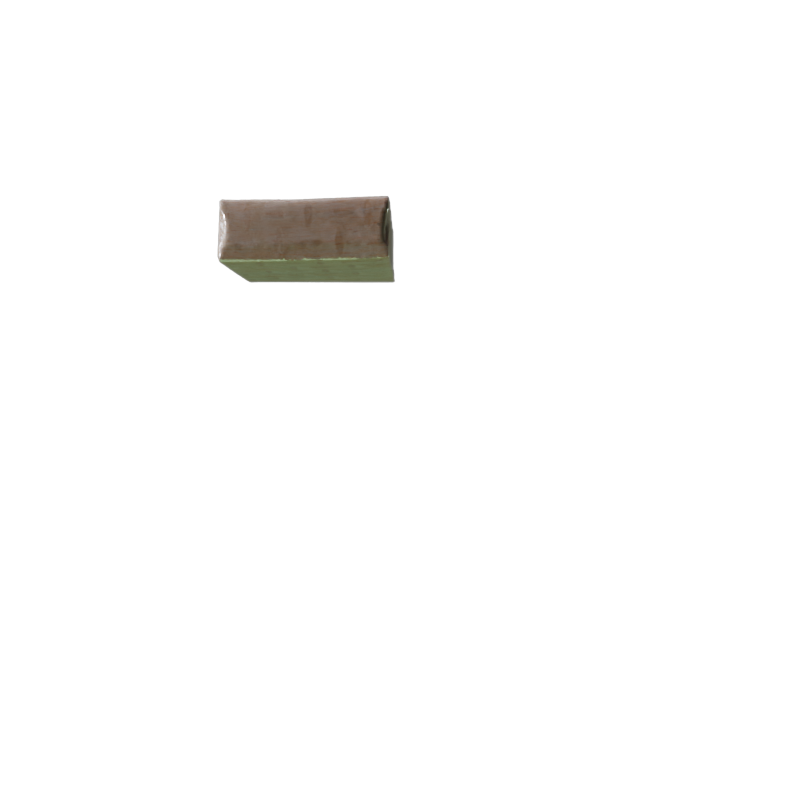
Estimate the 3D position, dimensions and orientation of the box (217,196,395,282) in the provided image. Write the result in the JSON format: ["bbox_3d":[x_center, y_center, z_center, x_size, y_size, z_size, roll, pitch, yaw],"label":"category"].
[{"bbox_3d":[-0.040,-0.072,0.507,0.073,0.030,0.088,0,-1,3],"label":"box"}]
